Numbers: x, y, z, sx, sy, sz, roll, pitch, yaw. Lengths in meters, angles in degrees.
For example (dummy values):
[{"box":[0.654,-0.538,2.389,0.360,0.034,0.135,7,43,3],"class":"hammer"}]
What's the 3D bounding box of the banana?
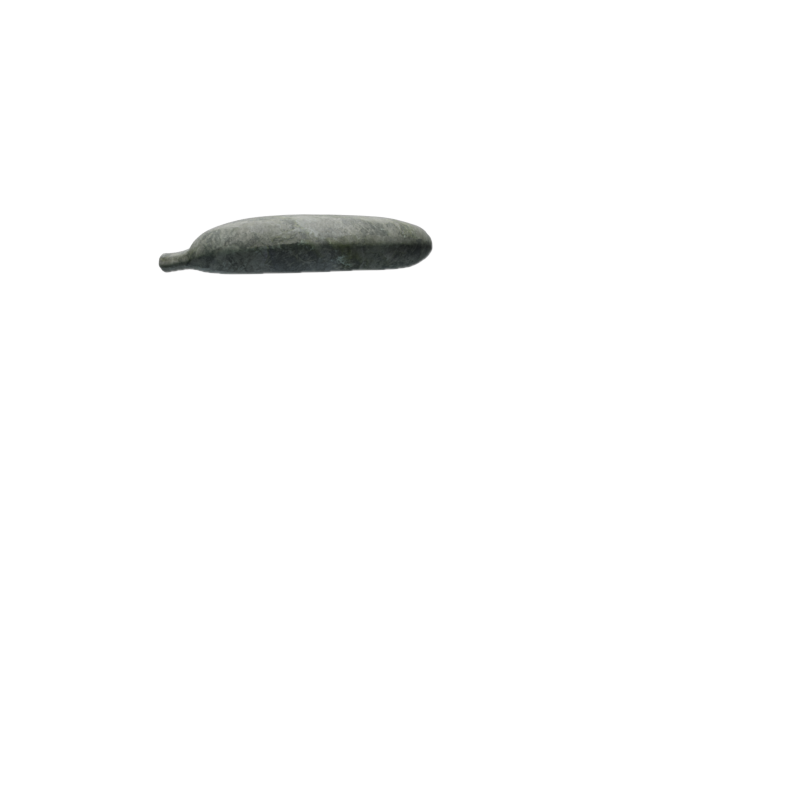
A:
[{"box":[-0.051,-0.101,0.712,0.192,0.036,0.073,-5,10,-27],"class":"banana"}]
